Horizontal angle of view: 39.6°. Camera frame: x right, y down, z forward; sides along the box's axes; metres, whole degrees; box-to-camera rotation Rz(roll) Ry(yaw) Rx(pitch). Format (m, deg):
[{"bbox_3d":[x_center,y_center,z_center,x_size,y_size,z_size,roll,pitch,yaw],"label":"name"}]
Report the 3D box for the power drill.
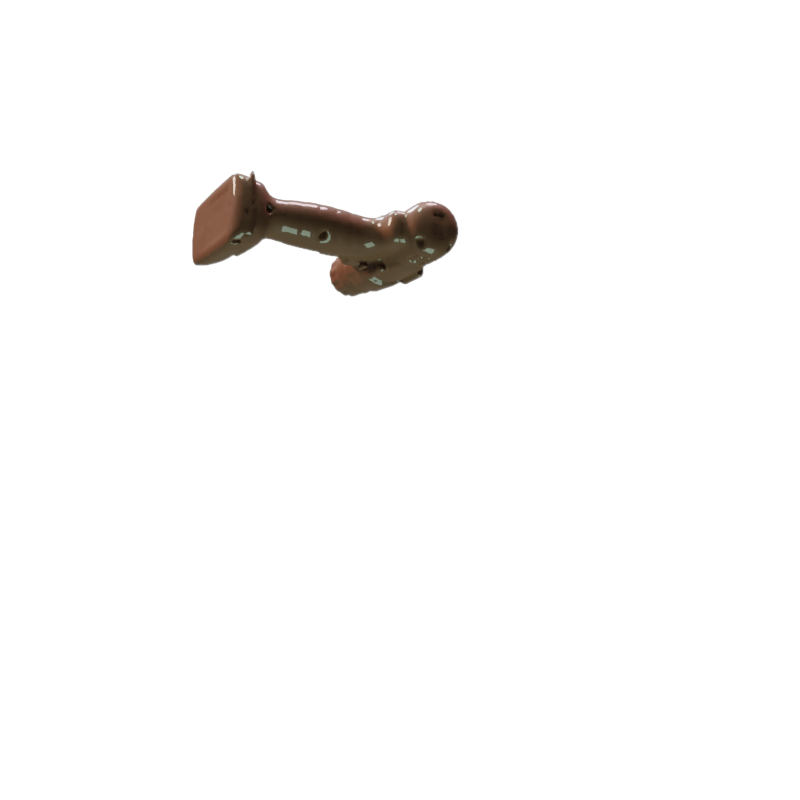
[{"bbox_3d":[-0.071,-0.130,0.911,0.181,0.059,0.184,5,-12,-25],"label":"power drill"}]
